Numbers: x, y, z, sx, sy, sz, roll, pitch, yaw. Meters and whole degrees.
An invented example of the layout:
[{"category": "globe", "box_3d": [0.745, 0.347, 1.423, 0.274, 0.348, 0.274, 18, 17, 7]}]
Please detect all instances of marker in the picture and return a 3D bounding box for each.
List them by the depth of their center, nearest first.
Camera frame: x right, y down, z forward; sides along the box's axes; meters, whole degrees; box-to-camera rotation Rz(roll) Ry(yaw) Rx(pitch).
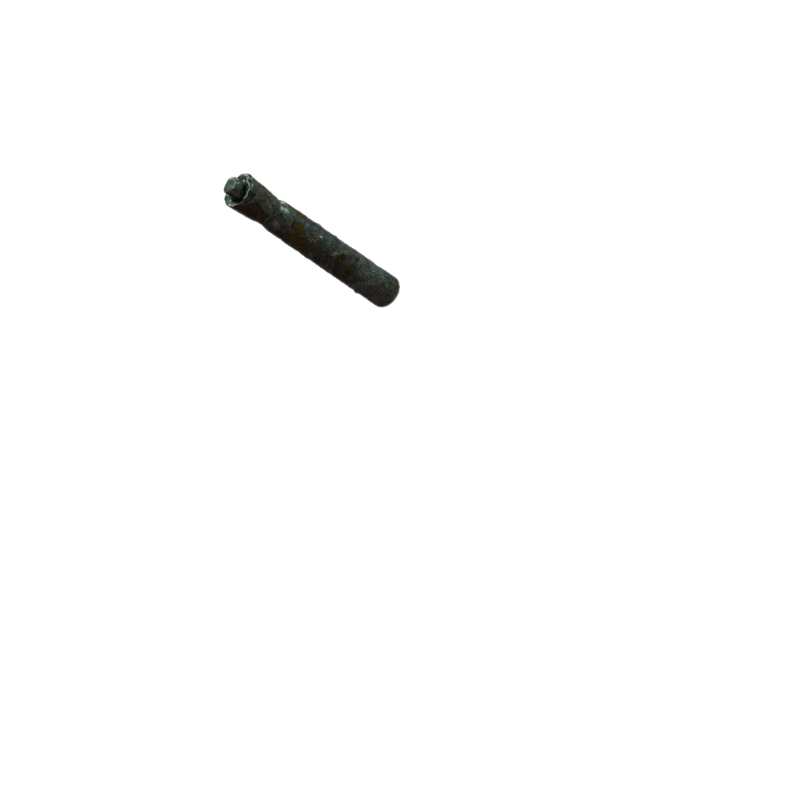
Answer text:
[{"category": "marker", "box_3d": [-0.044, -0.081, 0.566, 0.021, 0.020, 0.113, 4, -21, 47]}]
